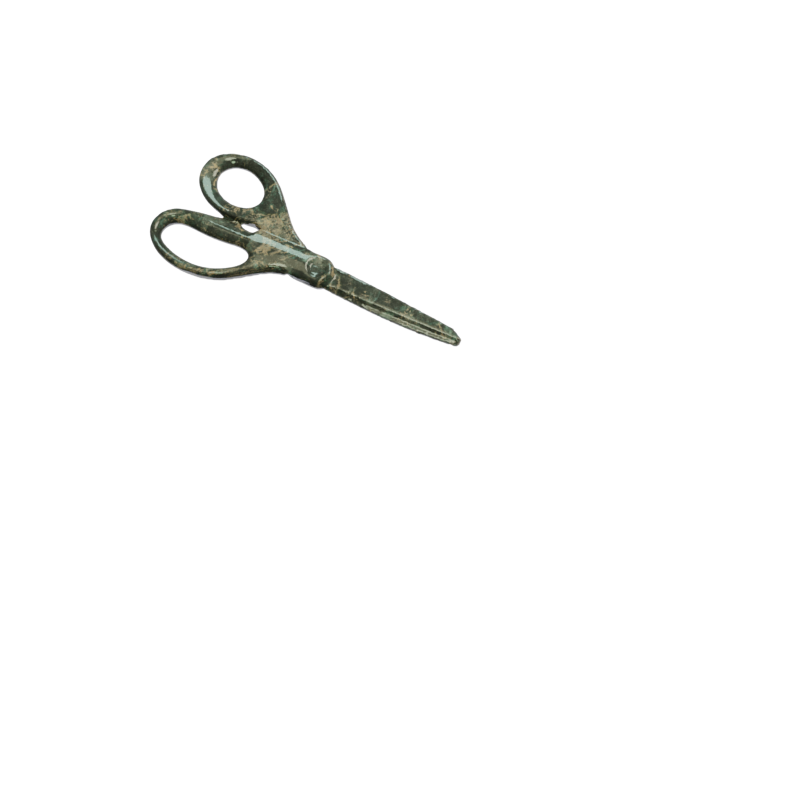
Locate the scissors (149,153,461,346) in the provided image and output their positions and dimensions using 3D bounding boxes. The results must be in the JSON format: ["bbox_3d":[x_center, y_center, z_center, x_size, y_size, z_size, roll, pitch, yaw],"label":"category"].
[{"bbox_3d":[-0.054,-0.099,0.692,0.204,0.101,0.015,12,-24,5],"label":"scissors"}]
